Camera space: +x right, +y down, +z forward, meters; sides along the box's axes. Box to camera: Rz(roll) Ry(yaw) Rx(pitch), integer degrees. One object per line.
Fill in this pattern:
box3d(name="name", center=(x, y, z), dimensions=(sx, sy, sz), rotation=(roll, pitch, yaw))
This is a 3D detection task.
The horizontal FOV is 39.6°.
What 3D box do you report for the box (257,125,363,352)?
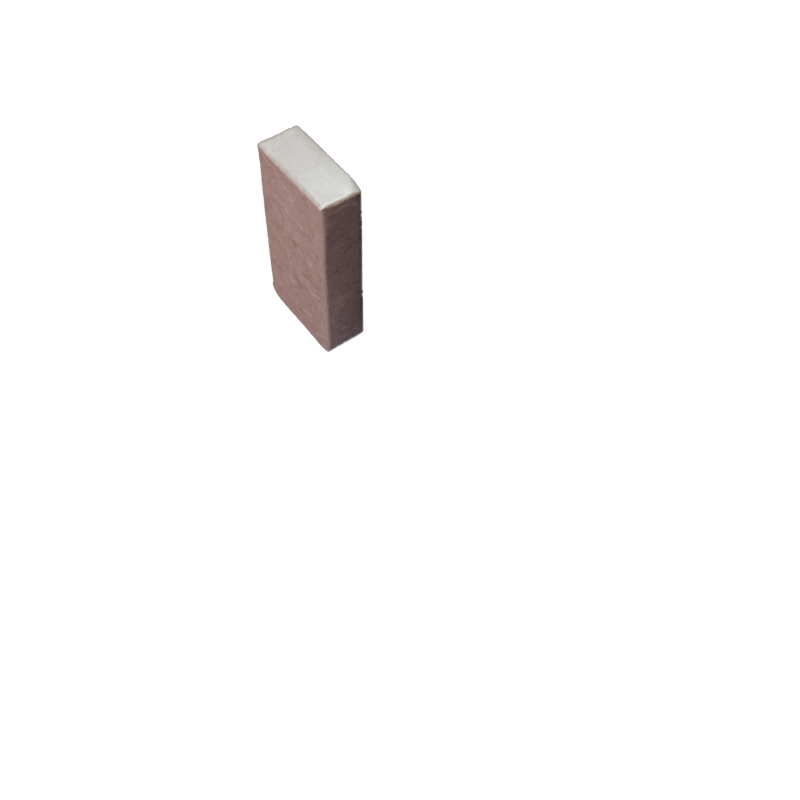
box3d(name="box", center=(-0.071, -0.130, 0.912), dimensions=(0.048, 0.100, 0.164), rotation=(-27, -33, -23))
